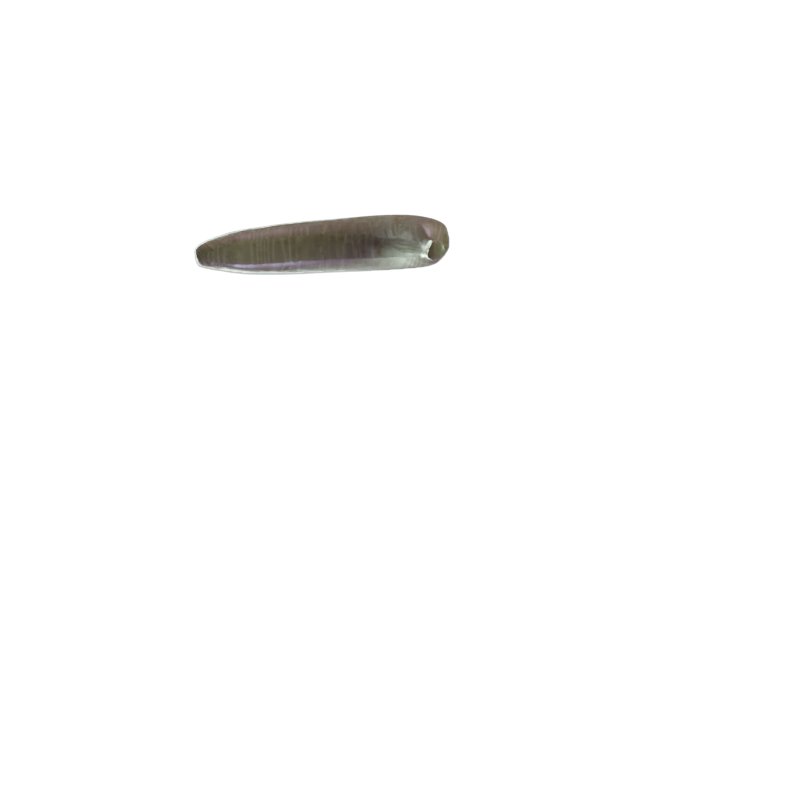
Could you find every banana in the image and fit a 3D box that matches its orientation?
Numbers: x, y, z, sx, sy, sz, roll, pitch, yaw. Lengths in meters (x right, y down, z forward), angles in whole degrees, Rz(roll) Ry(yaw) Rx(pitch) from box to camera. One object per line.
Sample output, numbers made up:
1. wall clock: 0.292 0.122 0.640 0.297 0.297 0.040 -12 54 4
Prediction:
1. banana: -0.044 -0.104 0.739 0.205 0.037 0.067 1 1 34
